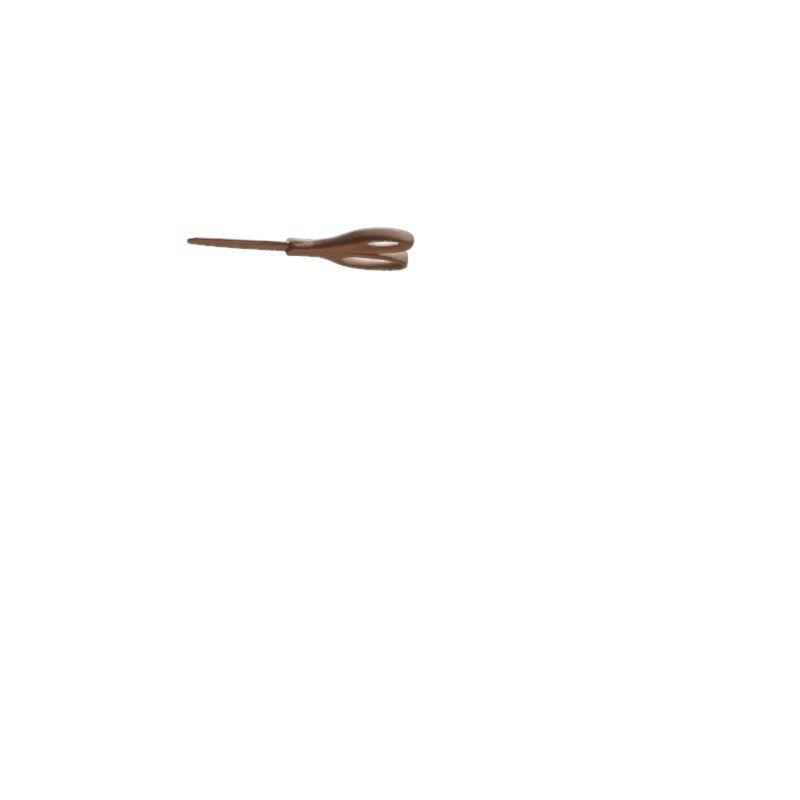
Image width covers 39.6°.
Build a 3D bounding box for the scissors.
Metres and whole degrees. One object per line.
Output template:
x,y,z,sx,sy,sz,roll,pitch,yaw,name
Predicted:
-0.076,-0.139,0.971,0.195,0.016,0.096,6,-14,-25,scissors
